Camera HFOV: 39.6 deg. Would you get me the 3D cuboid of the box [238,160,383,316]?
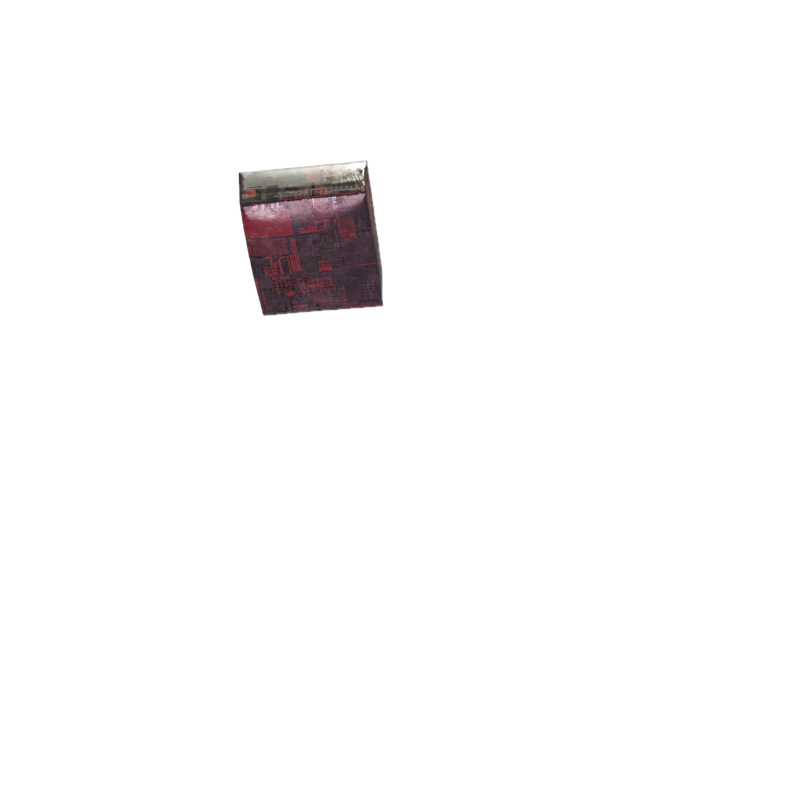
[{"bbox_3d":[-0.061,-0.111,0.776,0.090,0.042,0.105,-4,-42,4],"label":"box"}]
